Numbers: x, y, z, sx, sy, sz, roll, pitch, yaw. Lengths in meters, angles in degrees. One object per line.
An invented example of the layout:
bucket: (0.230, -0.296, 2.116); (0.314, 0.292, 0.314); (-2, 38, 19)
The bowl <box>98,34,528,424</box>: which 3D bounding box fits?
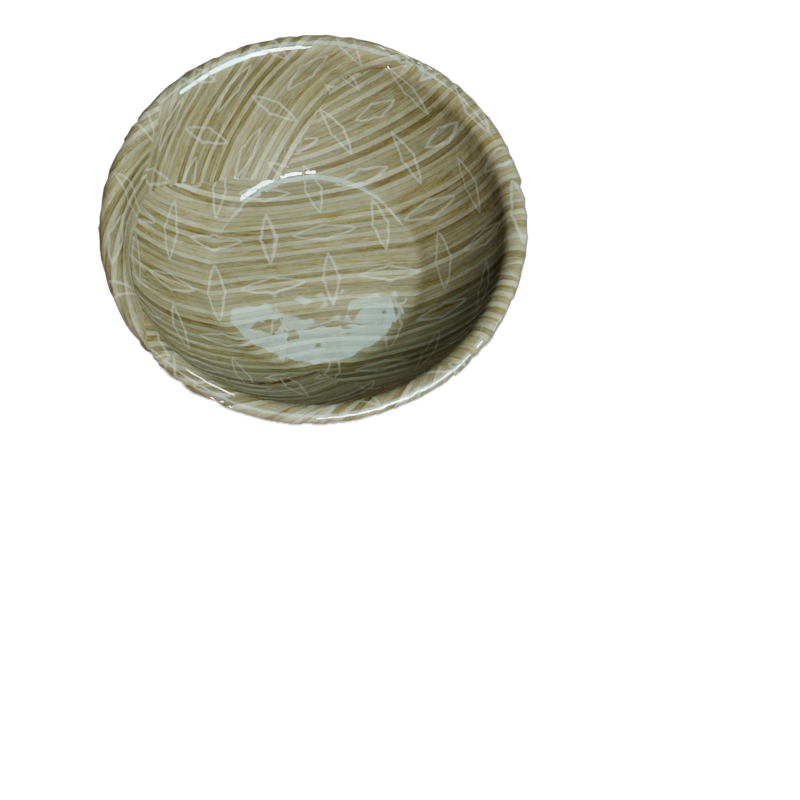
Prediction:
bowl: (-0.034, -0.063, 0.441); (0.162, 0.171, 0.052); (-1, -23, -1)
